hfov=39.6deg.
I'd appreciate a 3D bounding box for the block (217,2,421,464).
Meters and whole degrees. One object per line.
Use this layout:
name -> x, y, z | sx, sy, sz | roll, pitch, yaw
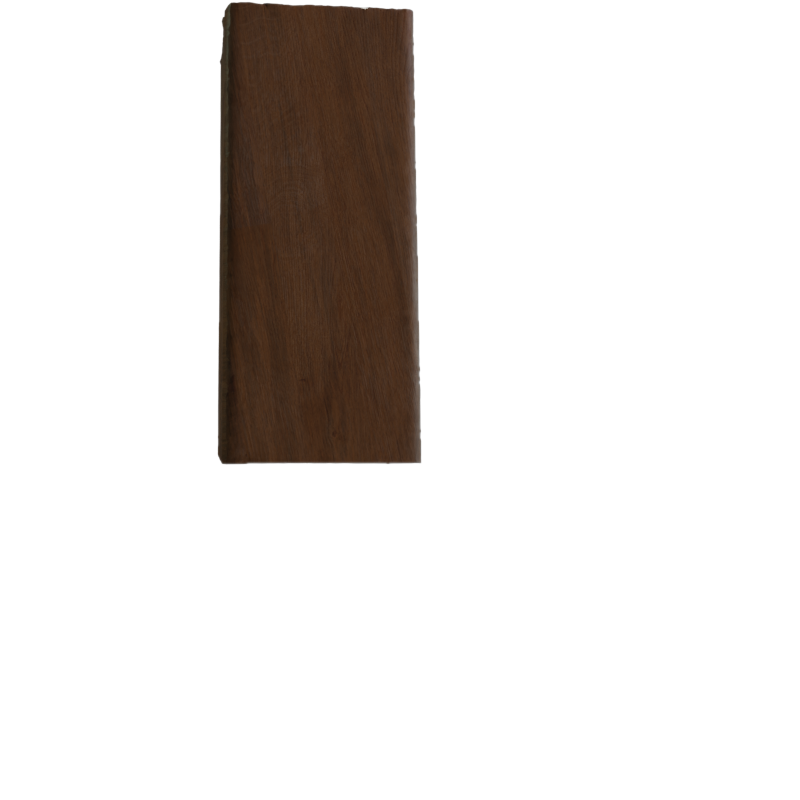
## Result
block -> -0.043, -0.076, 0.534 | 0.089, 0.210, 0.090 | 1, -7, -8
